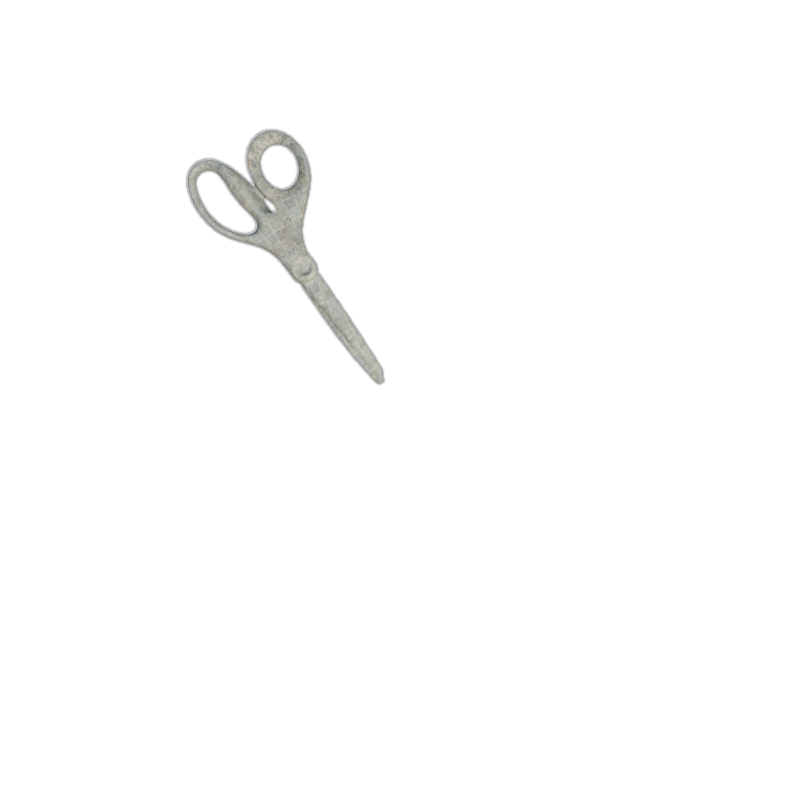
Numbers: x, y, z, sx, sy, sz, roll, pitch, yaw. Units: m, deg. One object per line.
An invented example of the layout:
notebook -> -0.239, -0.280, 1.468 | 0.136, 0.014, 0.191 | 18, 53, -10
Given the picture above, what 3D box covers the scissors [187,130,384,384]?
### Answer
scissors -> -0.062, -0.112, 0.787 | 0.205, 0.097, 0.015 | 40, -8, 7
